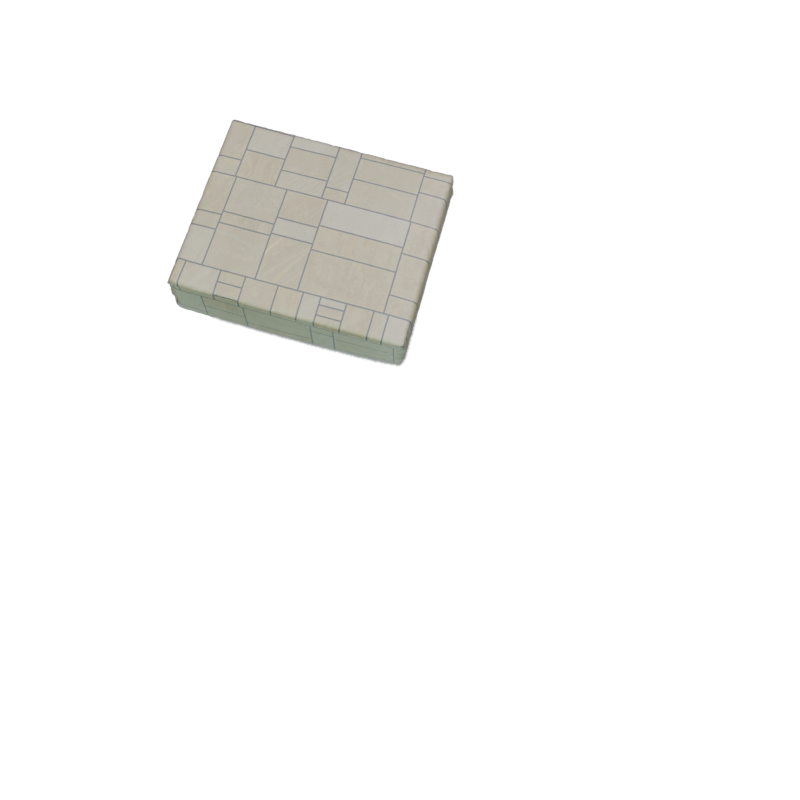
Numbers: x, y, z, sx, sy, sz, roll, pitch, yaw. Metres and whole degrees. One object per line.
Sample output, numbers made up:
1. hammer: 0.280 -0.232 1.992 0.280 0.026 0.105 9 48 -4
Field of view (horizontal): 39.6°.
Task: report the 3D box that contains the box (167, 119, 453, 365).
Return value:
1. box: -0.041 -0.074 0.519 0.115 0.093 0.037 16 -22 6
